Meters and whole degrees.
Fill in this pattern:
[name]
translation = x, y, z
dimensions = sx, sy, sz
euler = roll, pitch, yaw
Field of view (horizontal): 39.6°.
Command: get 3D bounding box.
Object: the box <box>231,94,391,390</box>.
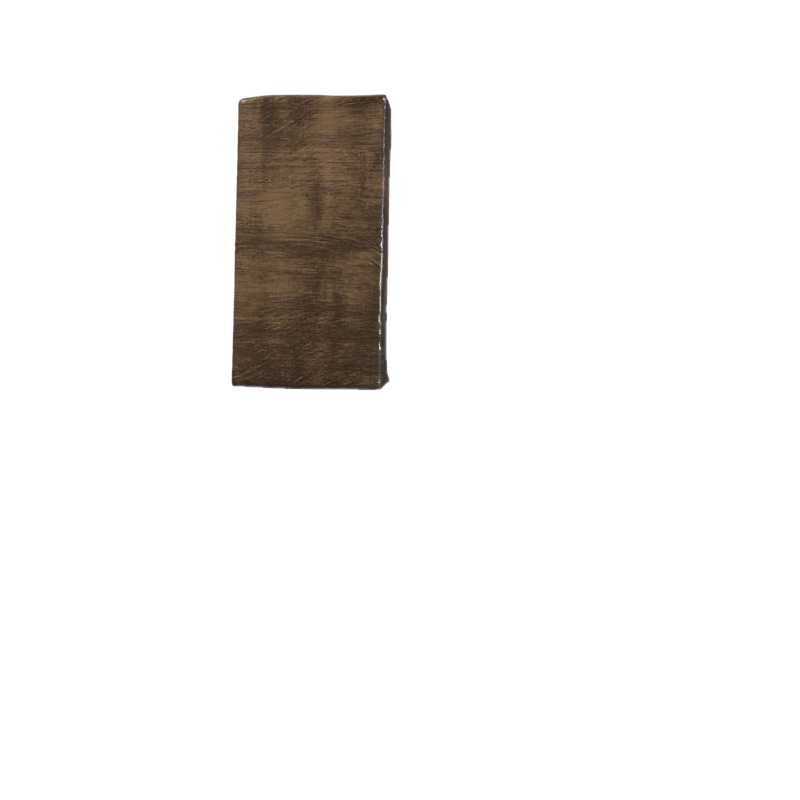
[box]
translation = -0.053, -0.096, 0.675
dimensions = 0.094, 0.177, 0.047
euler = 0, -1, 7
